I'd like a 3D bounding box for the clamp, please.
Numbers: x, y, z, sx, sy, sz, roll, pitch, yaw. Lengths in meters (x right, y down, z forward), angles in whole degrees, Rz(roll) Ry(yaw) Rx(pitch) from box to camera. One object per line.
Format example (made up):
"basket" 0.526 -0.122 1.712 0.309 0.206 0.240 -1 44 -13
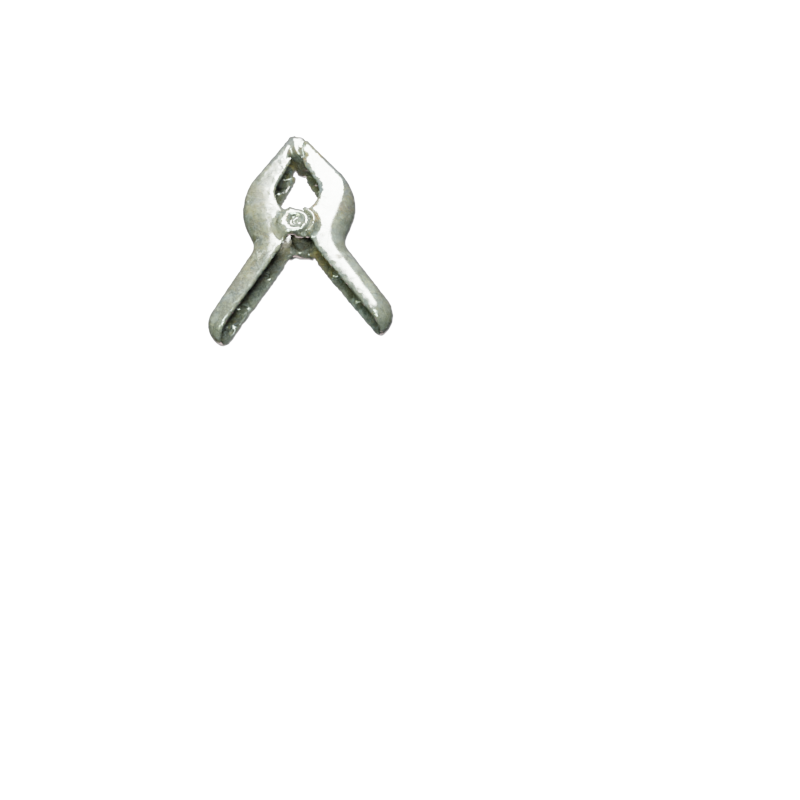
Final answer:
"clamp" -0.060 -0.109 0.766 0.121 0.182 0.037 5 -31 3
